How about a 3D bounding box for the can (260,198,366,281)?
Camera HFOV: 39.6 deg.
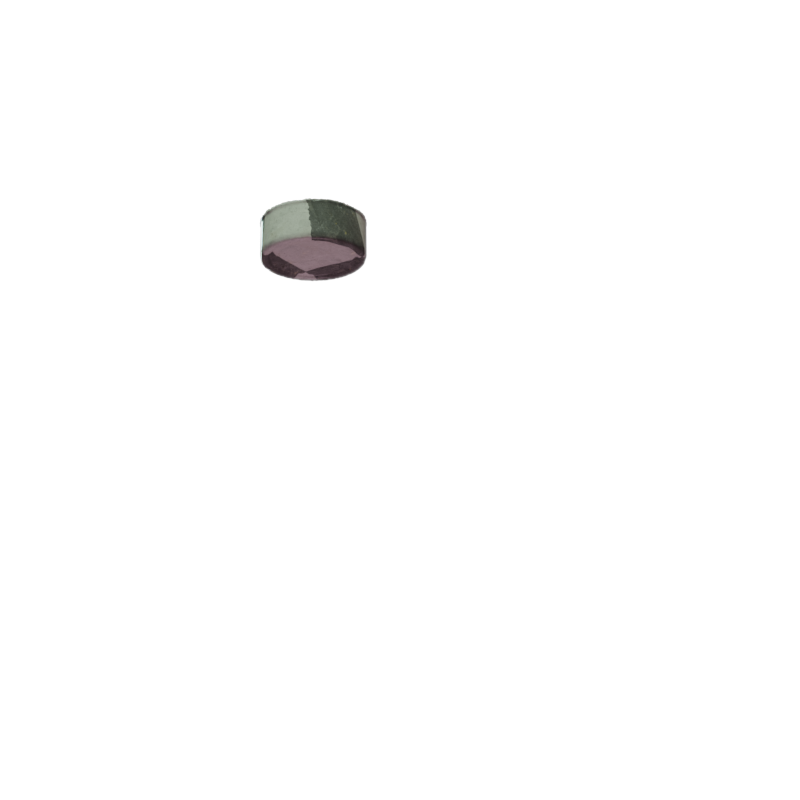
[{"bbox_3d":[-0.069,-0.126,0.882,0.086,0.035,0.082,0,-19,-2],"label":"can"}]
